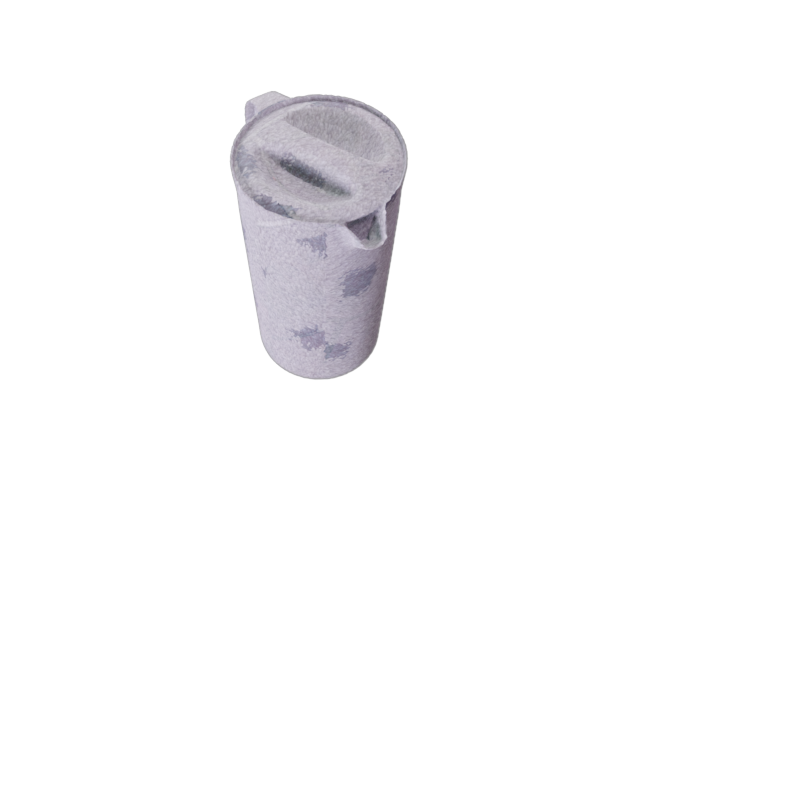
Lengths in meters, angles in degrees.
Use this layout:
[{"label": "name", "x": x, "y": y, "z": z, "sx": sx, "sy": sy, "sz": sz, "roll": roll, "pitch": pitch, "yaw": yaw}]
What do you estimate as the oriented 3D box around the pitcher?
[{"label": "pitcher", "x": -0.072, "y": -0.131, "z": 0.920, "sx": 0.147, "sy": 0.158, "sz": 0.227, "roll": 11, "pitch": -34, "yaw": 5}]
